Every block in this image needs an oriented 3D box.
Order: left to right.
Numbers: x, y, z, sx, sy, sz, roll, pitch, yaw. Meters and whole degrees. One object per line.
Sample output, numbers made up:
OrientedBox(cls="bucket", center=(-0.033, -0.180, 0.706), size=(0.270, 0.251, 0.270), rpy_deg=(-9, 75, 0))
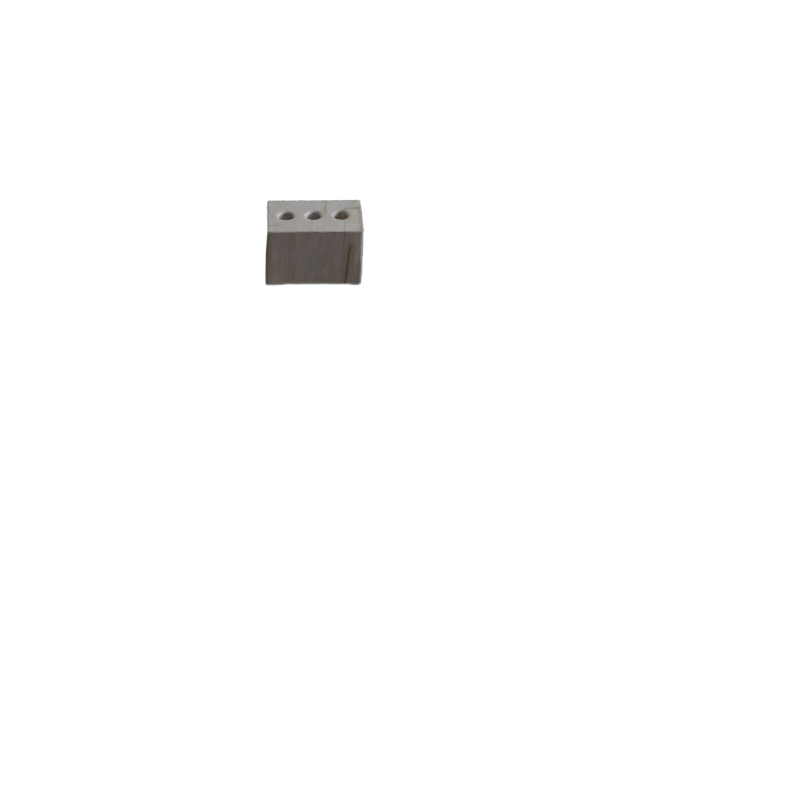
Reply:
OrientedBox(cls="block", center=(-0.070, -0.127, 0.892), size=(0.078, 0.048, 0.056), rpy_deg=(-1, 36, -3))
